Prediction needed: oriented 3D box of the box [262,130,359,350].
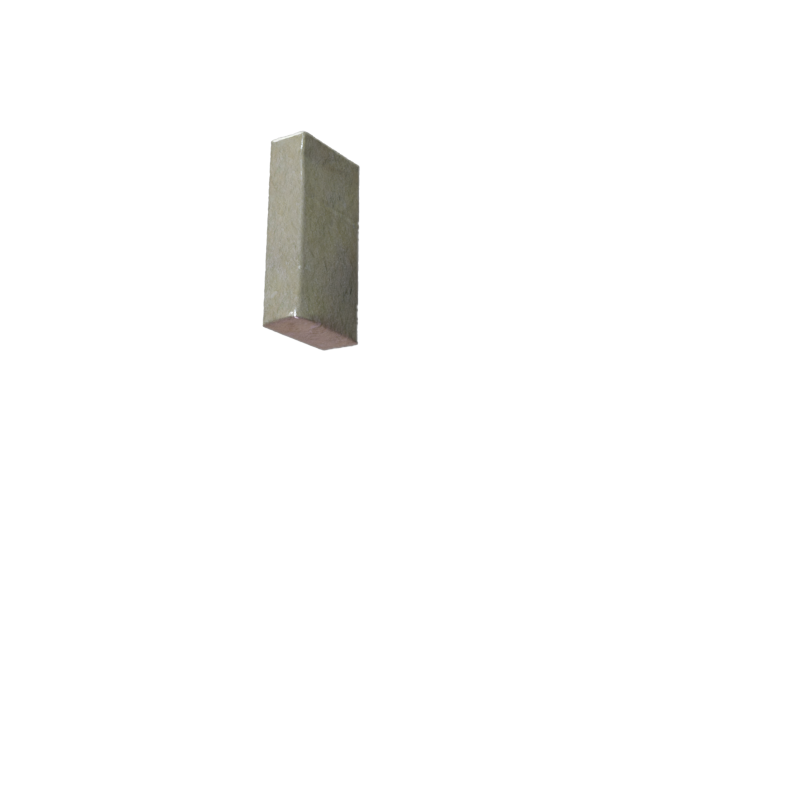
[{"bbox_3d":[-0.078,-0.141,0.992,0.049,0.185,0.087,-15,-25,31],"label":"box"}]
